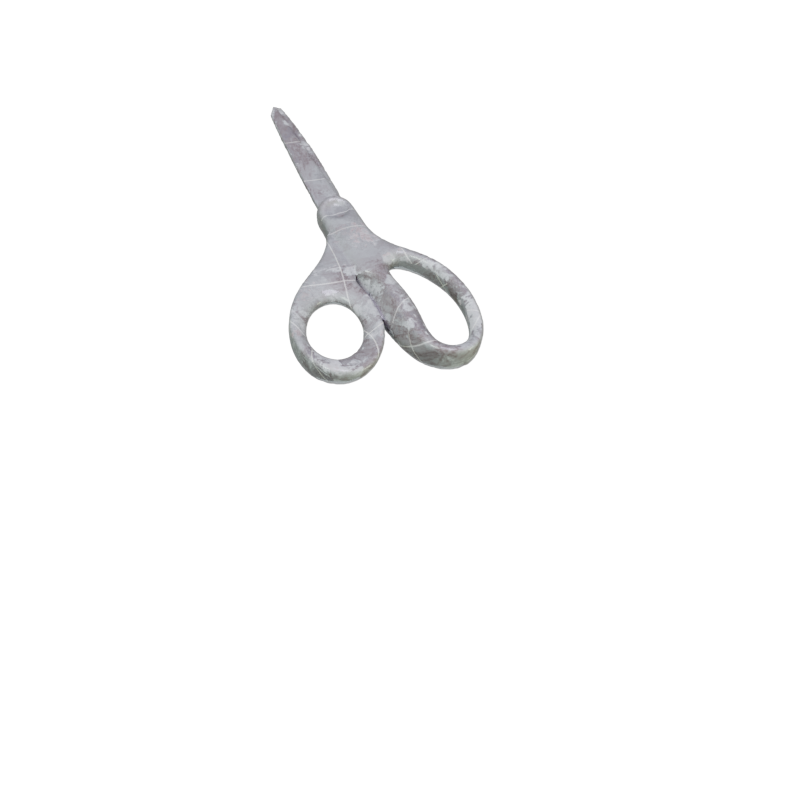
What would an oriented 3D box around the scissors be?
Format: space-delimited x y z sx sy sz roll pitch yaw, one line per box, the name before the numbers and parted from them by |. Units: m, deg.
scissors | -0.043 -0.078 0.547 0.096 0.015 0.217 -28 54 -23
